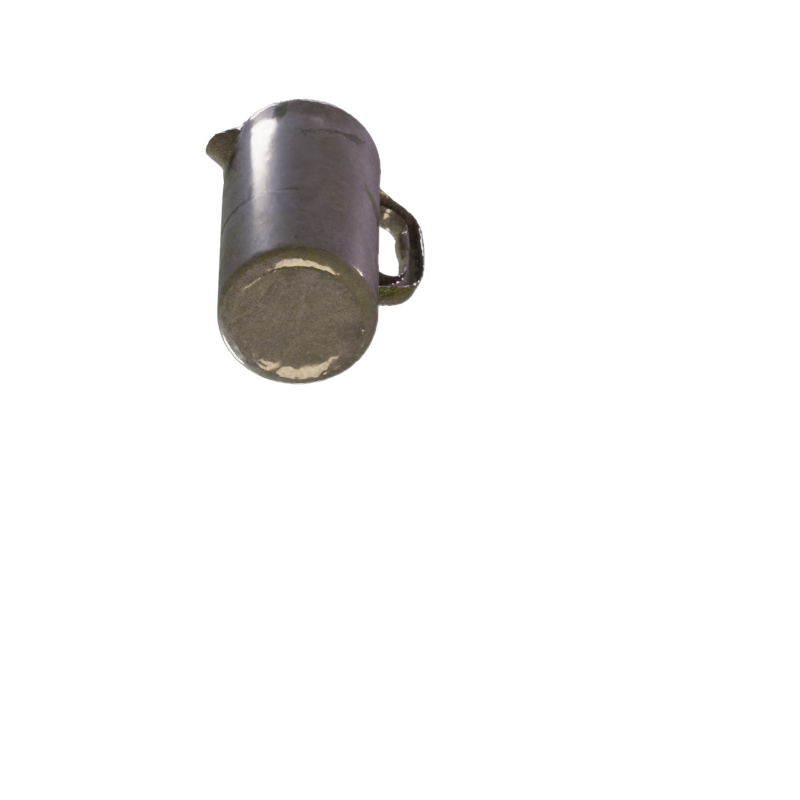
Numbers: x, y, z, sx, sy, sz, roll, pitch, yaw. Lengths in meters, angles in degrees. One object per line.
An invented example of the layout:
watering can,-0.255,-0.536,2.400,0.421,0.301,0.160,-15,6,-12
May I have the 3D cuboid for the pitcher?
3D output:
pitcher,-0.065,-0.119,0.835,0.150,0.135,0.259,-16,34,8
